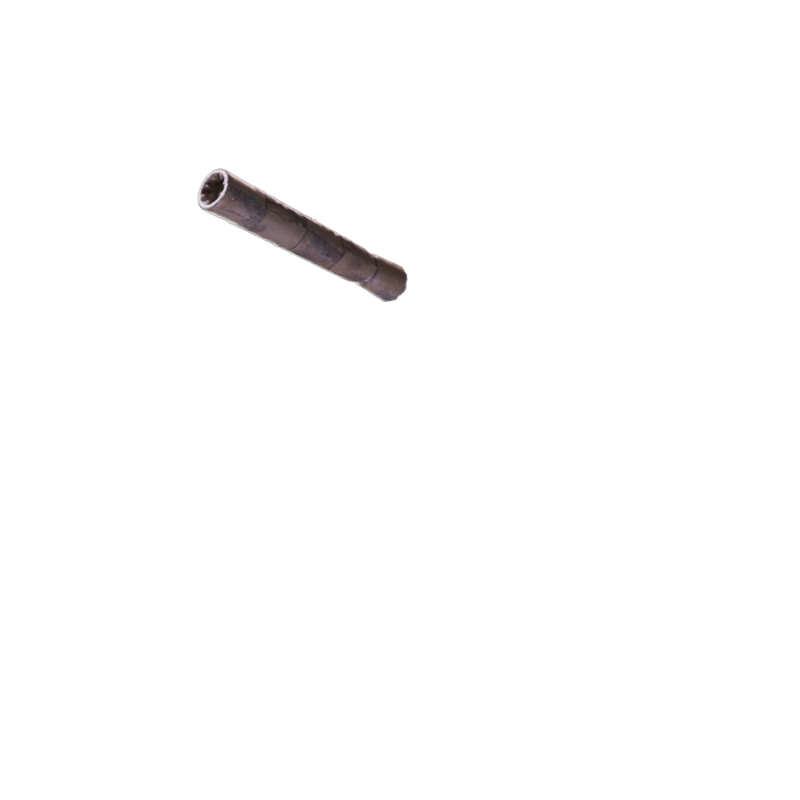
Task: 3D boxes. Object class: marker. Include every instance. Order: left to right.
[{"bbox_3d":[-0.038,-0.069,0.487,0.021,0.020,0.113,4,-14,45],"label":"marker"}]
